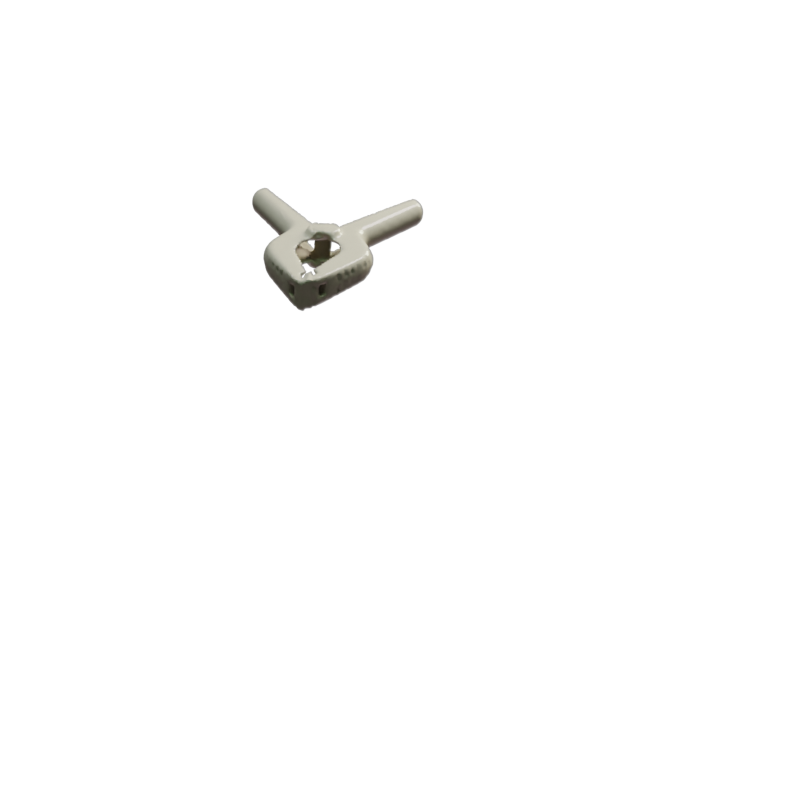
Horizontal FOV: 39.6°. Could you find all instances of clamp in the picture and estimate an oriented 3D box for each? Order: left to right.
[{"bbox_3d":[-0.078,-0.142,0.994,0.168,0.034,0.218,7,31,11],"label":"clamp"}]
